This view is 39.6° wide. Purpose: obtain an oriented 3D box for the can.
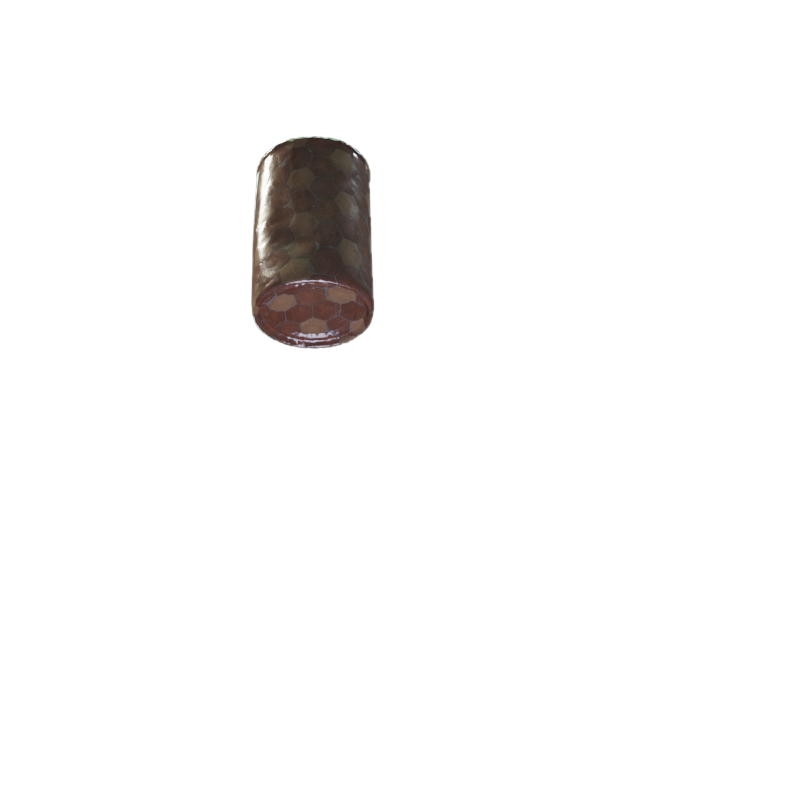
[{"bbox_3d":[-0.049,-0.089,0.625,0.068,0.109,0.064,-1,-35,-2],"label":"can"}]
